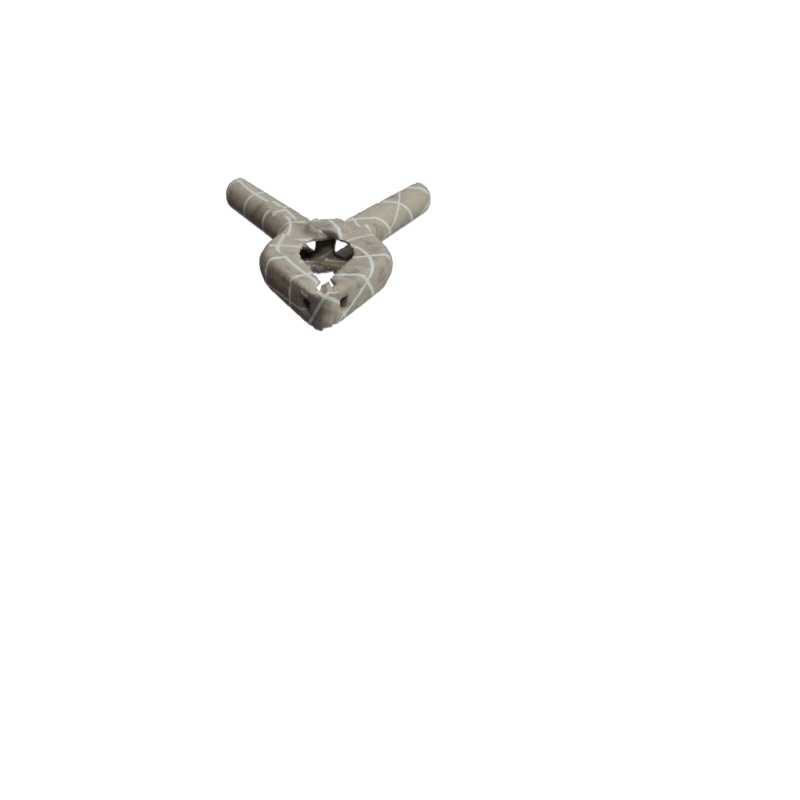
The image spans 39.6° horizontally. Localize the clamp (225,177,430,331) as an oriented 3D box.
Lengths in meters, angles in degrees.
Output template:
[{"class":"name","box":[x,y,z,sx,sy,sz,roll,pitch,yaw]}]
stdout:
[{"class":"clamp","box":[-0.064,-0.118,0.824,0.166,0.034,0.221,3,32,5]}]
